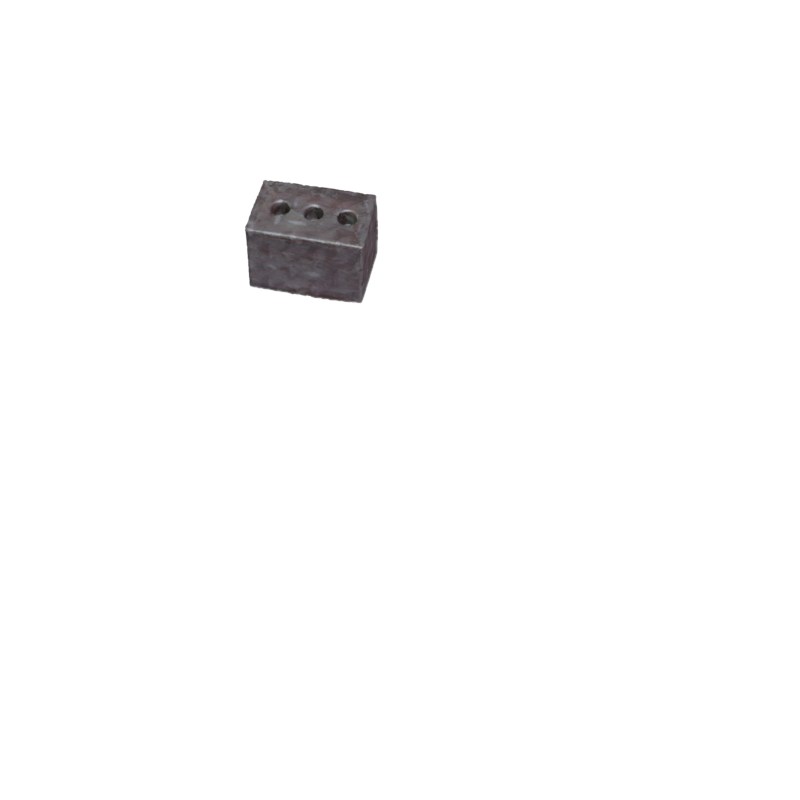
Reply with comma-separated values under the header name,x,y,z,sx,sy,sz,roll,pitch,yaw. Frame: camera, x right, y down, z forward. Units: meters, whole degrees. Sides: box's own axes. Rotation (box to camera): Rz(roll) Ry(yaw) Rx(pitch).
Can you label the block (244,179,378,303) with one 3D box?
name,x,y,z,sx,sy,sz,roll,pitch,yaw
block,-0.056,-0.103,0.719,0.079,0.056,0.048,9,-44,7
